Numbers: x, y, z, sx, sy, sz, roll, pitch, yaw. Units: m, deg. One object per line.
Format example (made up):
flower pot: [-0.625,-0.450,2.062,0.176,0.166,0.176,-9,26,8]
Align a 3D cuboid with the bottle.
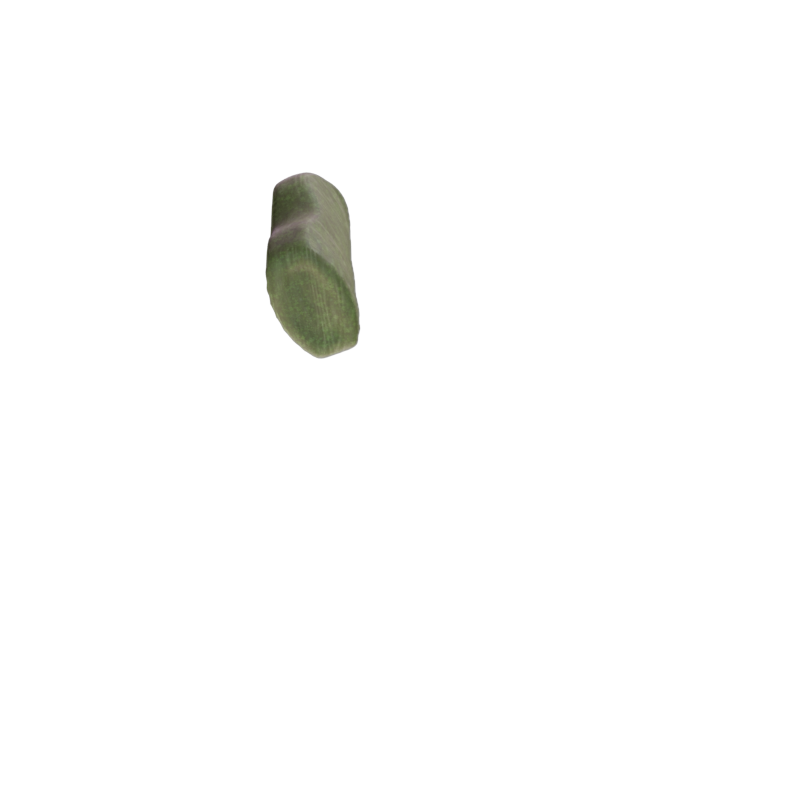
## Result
bottle: [-0.068,-0.123,0.859,0.058,0.090,0.204,-22,32,11]
